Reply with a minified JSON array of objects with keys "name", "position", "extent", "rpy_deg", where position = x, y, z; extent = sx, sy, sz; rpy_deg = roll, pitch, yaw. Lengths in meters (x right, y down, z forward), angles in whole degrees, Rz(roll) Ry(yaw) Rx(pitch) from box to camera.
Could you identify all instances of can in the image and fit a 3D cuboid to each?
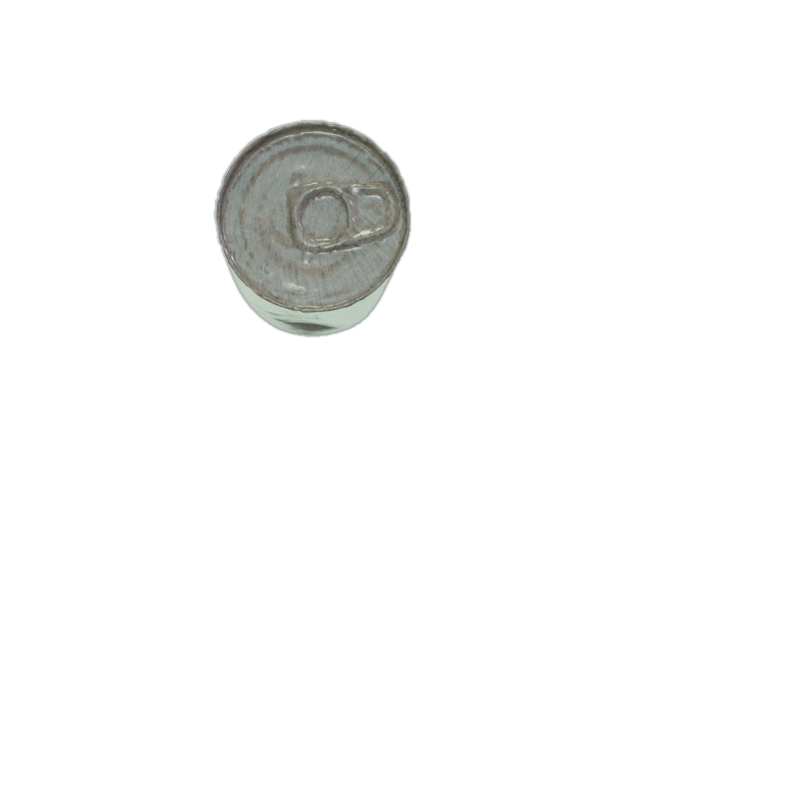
[{"name":"can","position":[-0.034,-0.062,0.434],"extent":[0.068,0.070,0.101],"rpy_deg":[0,-5,-3]}]
